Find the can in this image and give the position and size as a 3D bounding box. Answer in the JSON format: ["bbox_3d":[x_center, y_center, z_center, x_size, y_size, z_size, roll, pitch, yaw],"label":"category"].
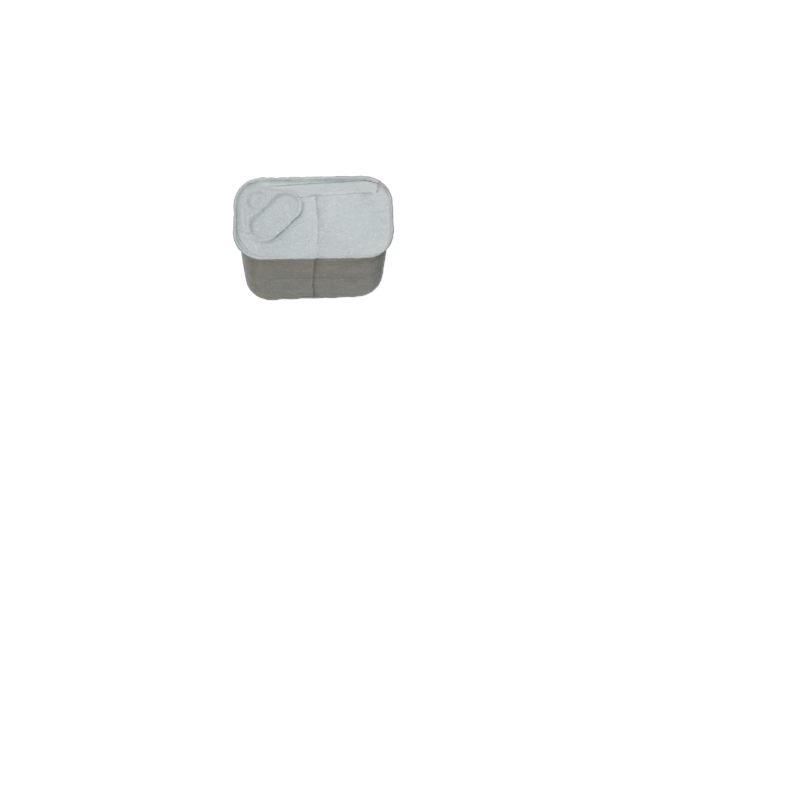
[{"bbox_3d":[-0.058,-0.106,0.740,0.102,0.060,0.080,-1,-18,-2],"label":"can"}]
